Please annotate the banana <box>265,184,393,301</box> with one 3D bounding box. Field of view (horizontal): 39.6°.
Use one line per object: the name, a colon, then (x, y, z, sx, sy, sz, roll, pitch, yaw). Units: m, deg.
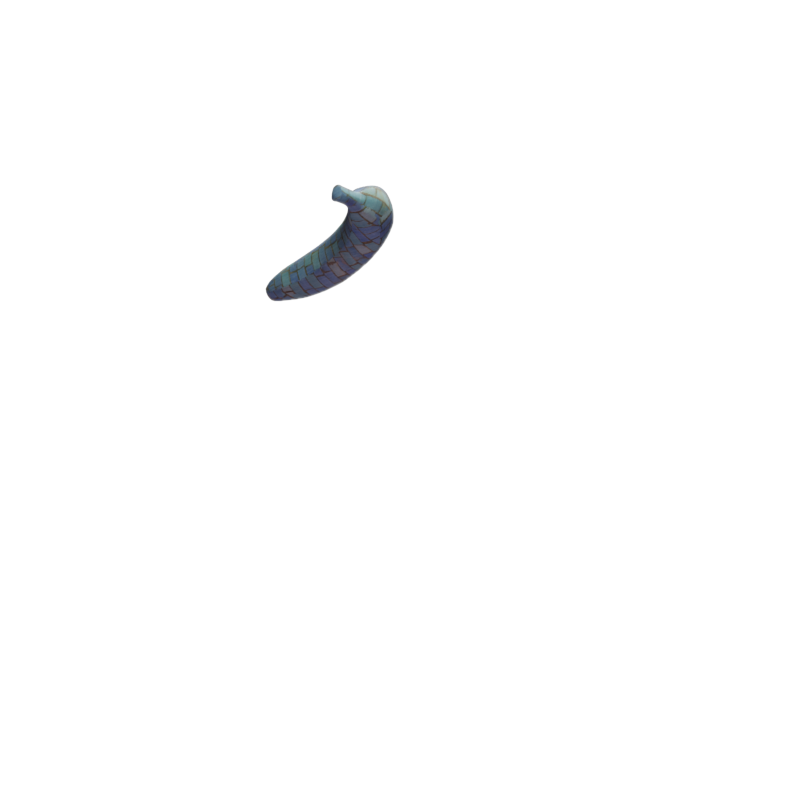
banana: (-0.051, -0.127, 0.895, 0.068, 0.039, 0.192, 8, -23, -20)
